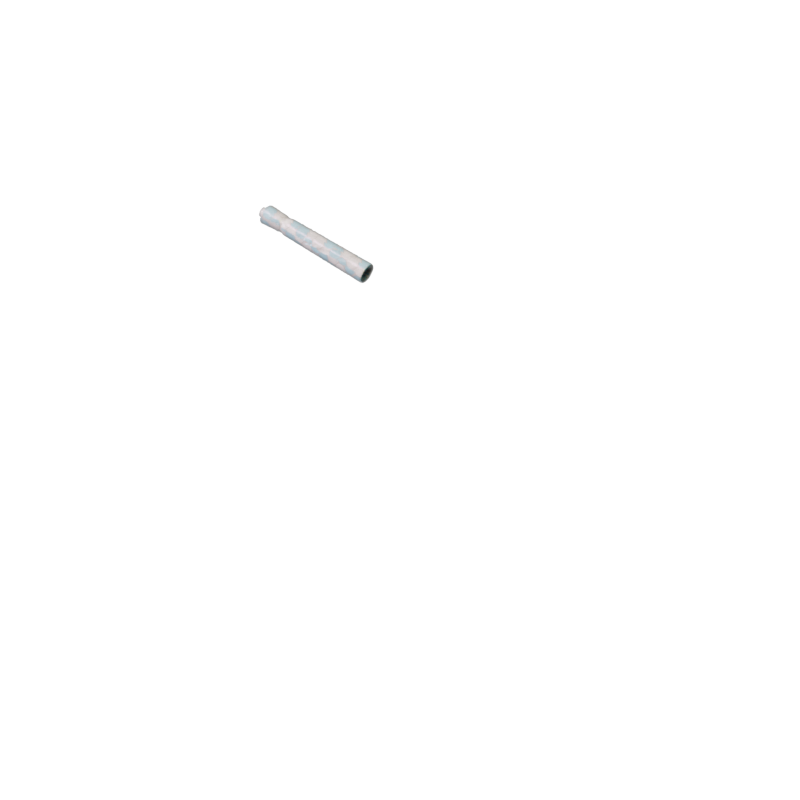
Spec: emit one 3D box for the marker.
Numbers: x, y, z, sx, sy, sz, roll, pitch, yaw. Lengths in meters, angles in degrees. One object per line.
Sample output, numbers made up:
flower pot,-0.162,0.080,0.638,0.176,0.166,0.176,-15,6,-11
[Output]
marker,-0.077,-0.141,0.987,0.128,0.019,0.019,33,18,24
